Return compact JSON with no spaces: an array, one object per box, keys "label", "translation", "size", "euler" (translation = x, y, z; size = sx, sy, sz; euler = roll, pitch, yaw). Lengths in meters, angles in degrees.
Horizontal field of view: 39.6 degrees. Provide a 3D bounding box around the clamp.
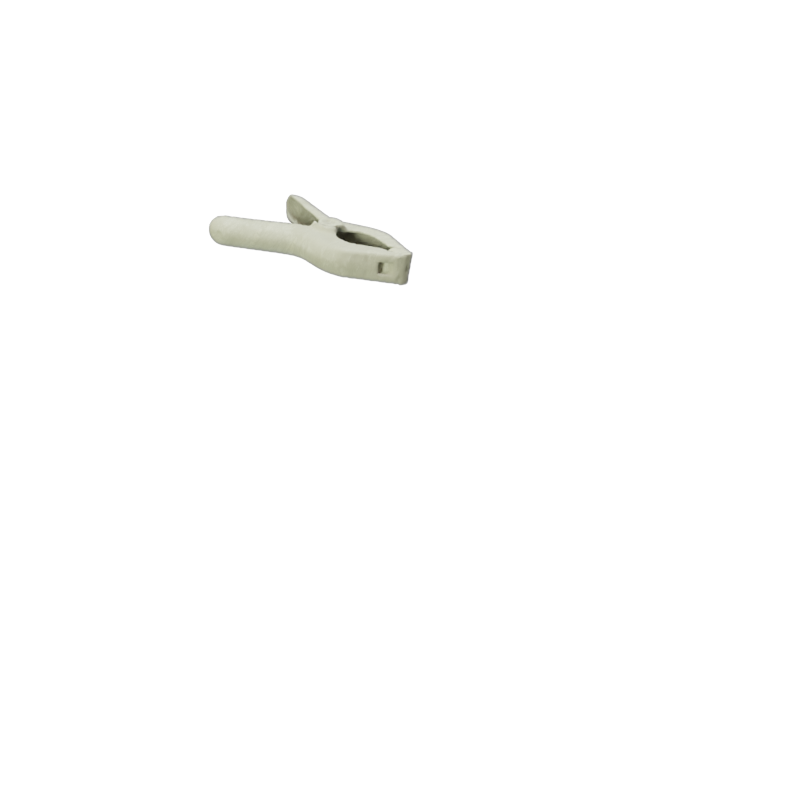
[{"label":"clamp","translation":[-0.073,-0.132,0.928],"size":[0.182,0.037,0.119],"euler":[25,37,37]}]
